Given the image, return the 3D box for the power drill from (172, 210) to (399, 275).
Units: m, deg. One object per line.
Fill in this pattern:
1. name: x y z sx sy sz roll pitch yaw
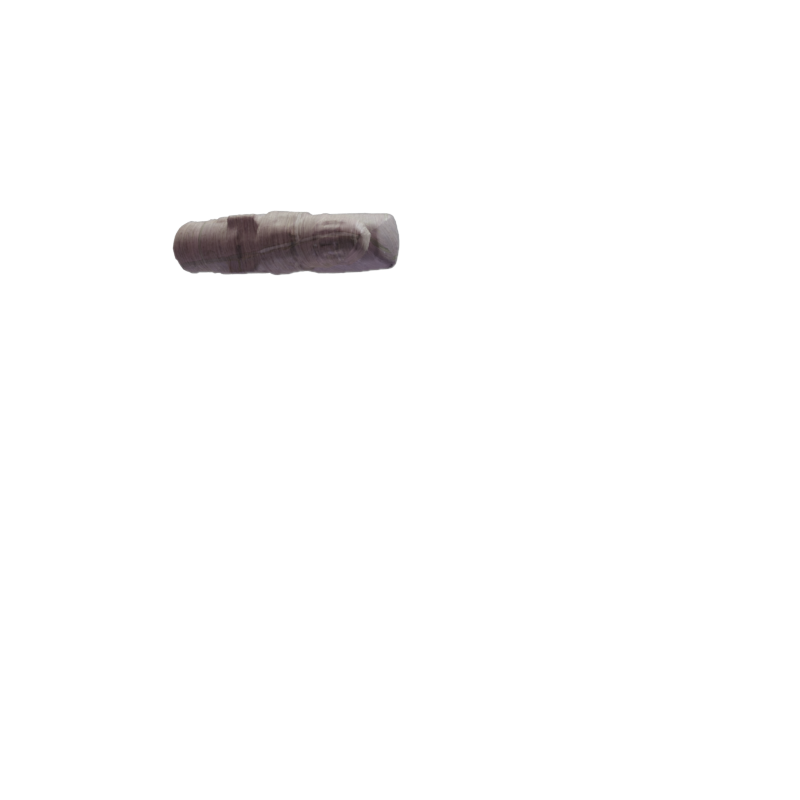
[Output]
1. power drill: -0.076 -0.138 0.969 0.191 0.057 0.182 4 7 30
